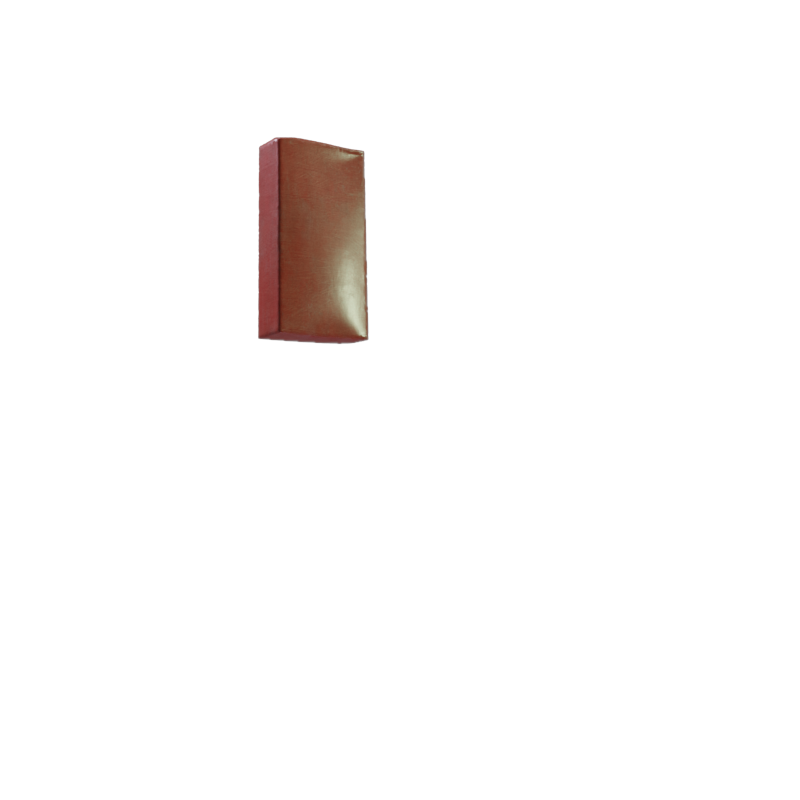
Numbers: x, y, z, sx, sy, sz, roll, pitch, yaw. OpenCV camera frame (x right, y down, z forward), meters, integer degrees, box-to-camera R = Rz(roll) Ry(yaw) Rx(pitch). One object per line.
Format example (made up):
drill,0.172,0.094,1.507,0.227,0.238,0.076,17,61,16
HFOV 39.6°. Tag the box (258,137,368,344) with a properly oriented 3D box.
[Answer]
box,-0.077,-0.140,0.980,0.090,0.181,0.049,6,-13,-31
